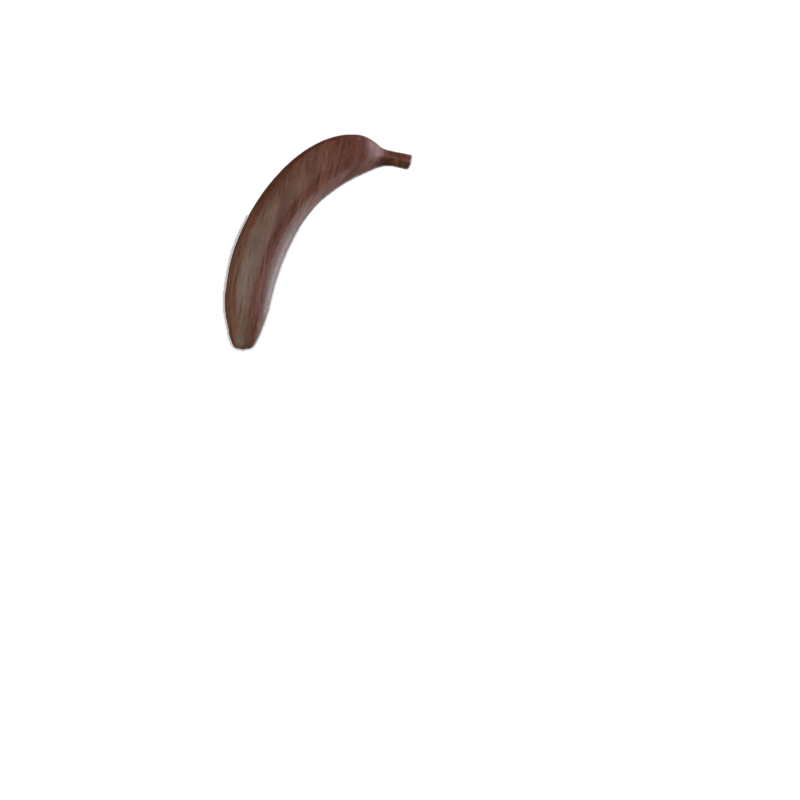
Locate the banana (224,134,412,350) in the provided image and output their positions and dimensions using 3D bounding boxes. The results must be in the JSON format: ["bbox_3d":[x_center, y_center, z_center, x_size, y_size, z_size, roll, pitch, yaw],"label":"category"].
[{"bbox_3d":[-0.075,-0.129,0.808,0.071,0.200,0.035,37,-14,9],"label":"banana"}]
